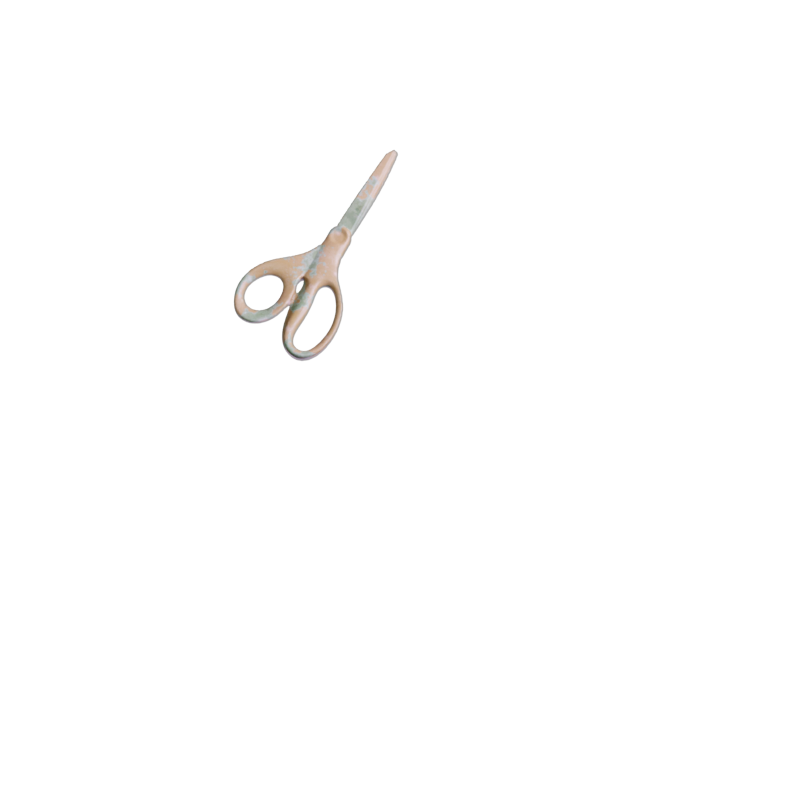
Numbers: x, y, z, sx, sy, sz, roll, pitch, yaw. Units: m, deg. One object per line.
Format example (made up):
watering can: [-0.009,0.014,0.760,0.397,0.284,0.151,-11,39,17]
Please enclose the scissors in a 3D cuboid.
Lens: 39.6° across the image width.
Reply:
scissors: [-0.070,-0.128,0.900,0.097,0.211,0.015,12,-25,5]
